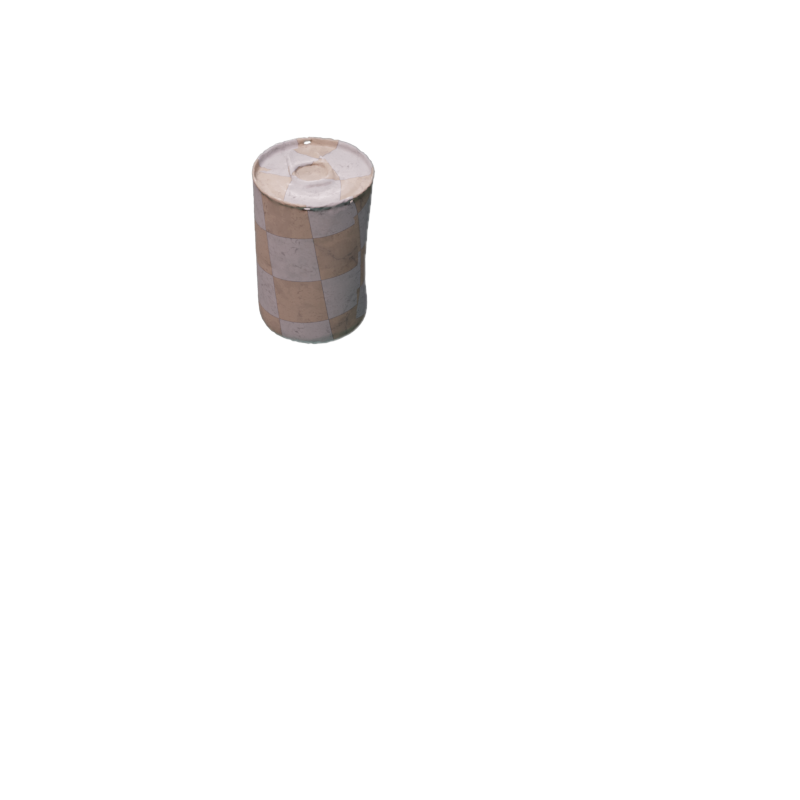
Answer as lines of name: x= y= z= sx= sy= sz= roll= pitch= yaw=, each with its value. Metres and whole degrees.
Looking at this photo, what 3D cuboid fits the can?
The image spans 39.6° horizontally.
can: x=-0.050 y=-0.092 z=0.642 sx=0.068 sy=0.095 sz=0.073 roll=0 pitch=42 yaw=-3
